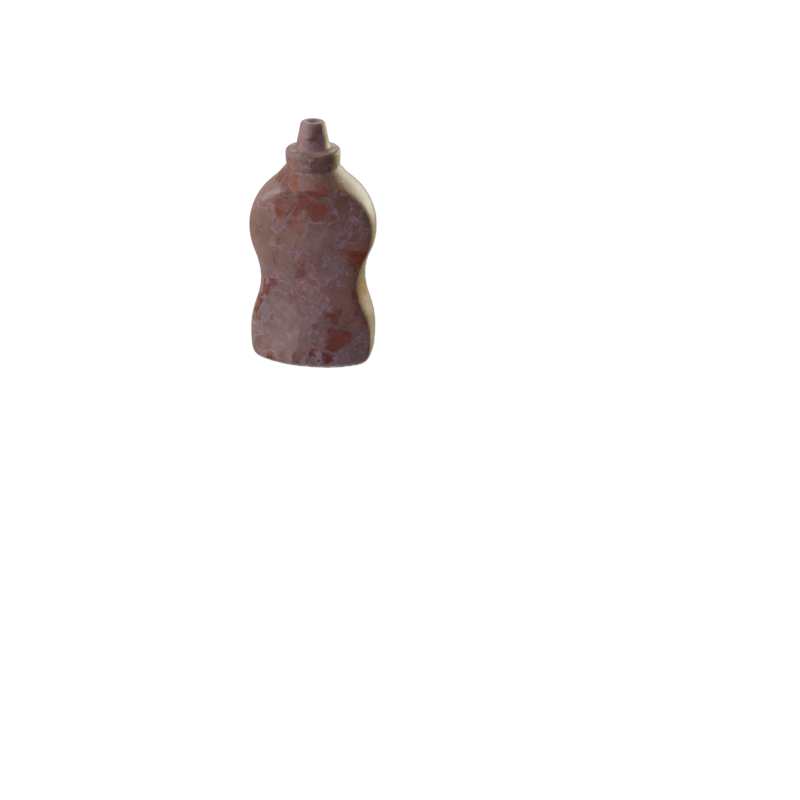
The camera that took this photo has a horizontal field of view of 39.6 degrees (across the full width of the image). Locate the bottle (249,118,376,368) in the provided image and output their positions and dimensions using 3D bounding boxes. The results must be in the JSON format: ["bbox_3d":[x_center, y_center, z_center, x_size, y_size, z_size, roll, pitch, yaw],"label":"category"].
[{"bbox_3d":[-0.066,-0.121,0.848,0.098,0.182,0.060,6,24,10],"label":"bottle"}]
